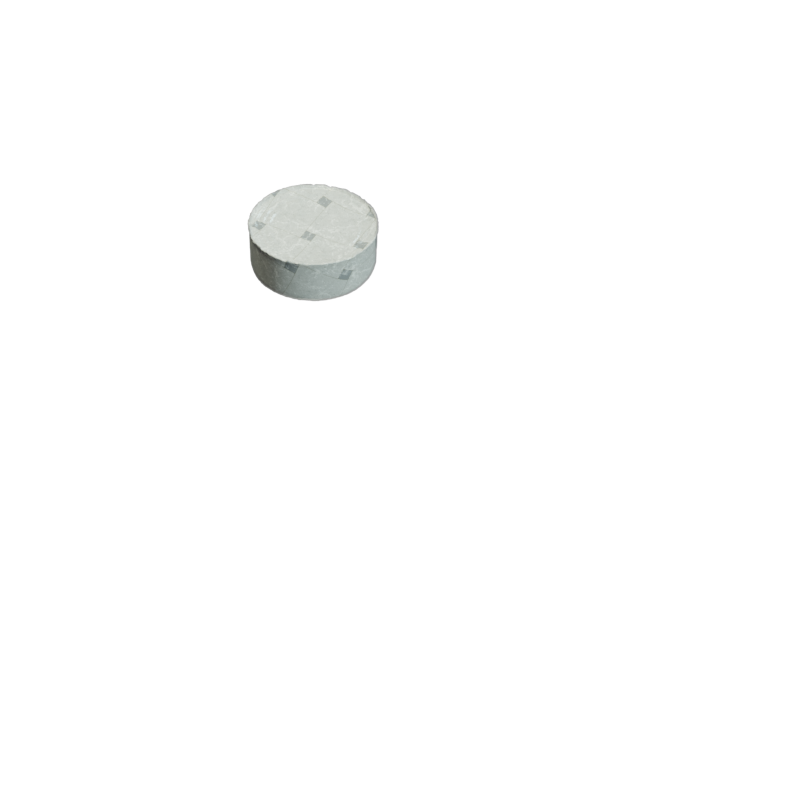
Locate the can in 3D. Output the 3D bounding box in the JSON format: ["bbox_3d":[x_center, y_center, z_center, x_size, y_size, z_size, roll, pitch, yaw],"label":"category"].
[{"bbox_3d":[-0.057,-0.105,0.733,0.086,0.031,0.092,-1,43,-2],"label":"can"}]
